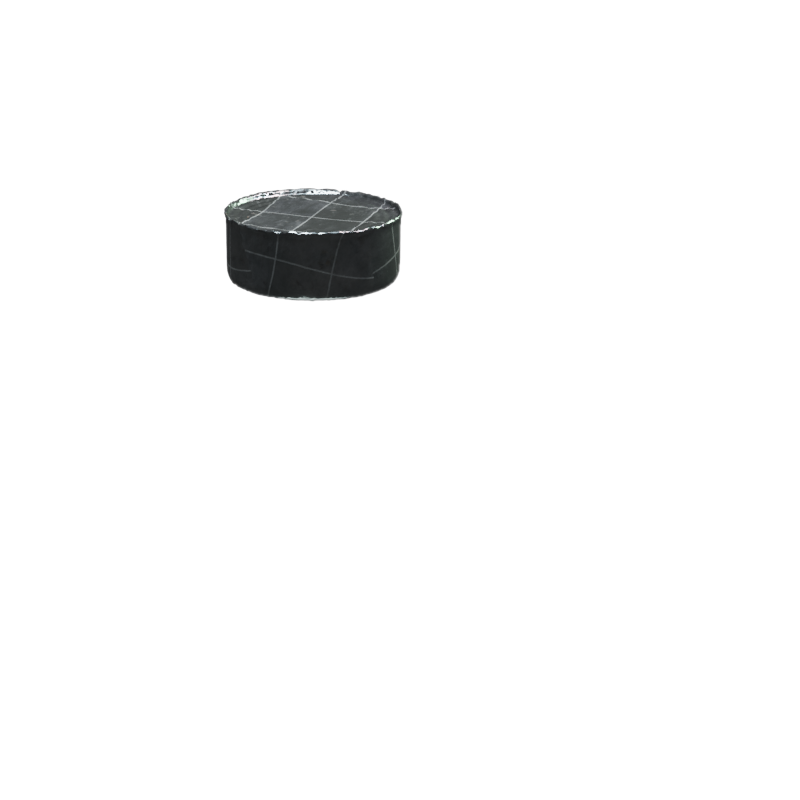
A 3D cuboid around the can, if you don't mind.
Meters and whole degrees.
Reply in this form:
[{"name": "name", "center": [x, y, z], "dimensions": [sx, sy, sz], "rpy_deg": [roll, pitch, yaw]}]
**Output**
[{"name": "can", "center": [-0.042, -0.077, 0.537], "dimensions": [0.086, 0.032, 0.090], "rpy_deg": [-1, 23, -2]}]
